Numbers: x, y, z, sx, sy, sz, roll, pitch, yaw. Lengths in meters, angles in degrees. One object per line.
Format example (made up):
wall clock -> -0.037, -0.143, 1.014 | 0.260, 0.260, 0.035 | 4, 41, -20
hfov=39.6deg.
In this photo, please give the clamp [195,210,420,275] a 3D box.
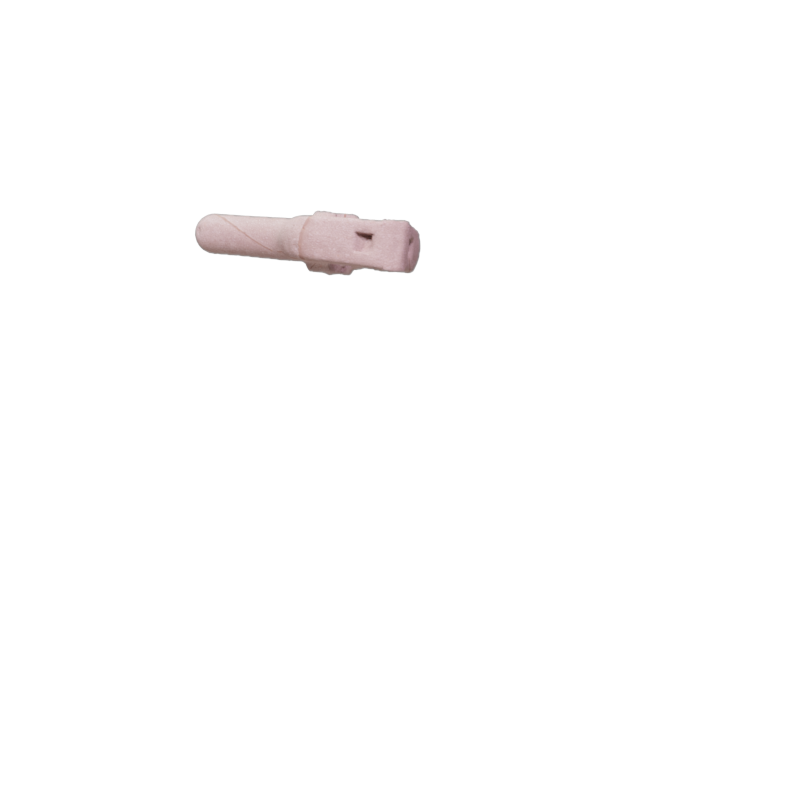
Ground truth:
clamp -> -0.051, -0.092, 0.646 | 0.117, 0.039, 0.176 | -1, 5, -18
